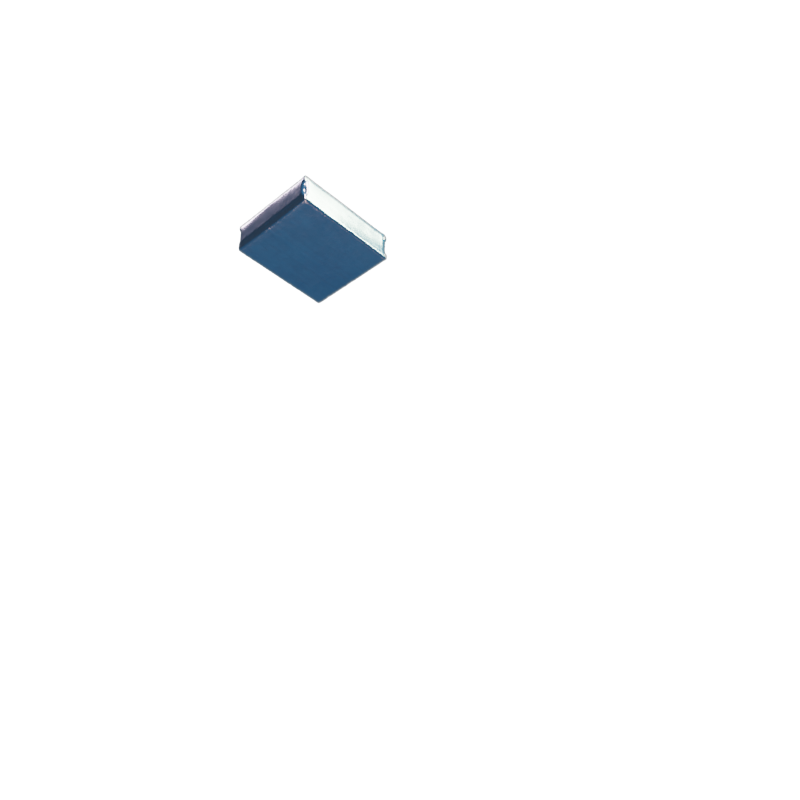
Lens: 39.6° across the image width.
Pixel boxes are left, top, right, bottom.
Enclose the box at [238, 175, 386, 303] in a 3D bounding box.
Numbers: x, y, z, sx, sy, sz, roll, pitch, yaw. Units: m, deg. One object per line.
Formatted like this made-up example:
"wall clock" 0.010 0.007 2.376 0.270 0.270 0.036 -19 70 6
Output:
"box" -0.066 -0.120 0.841 0.072 0.032 0.084 -33 -51 32
